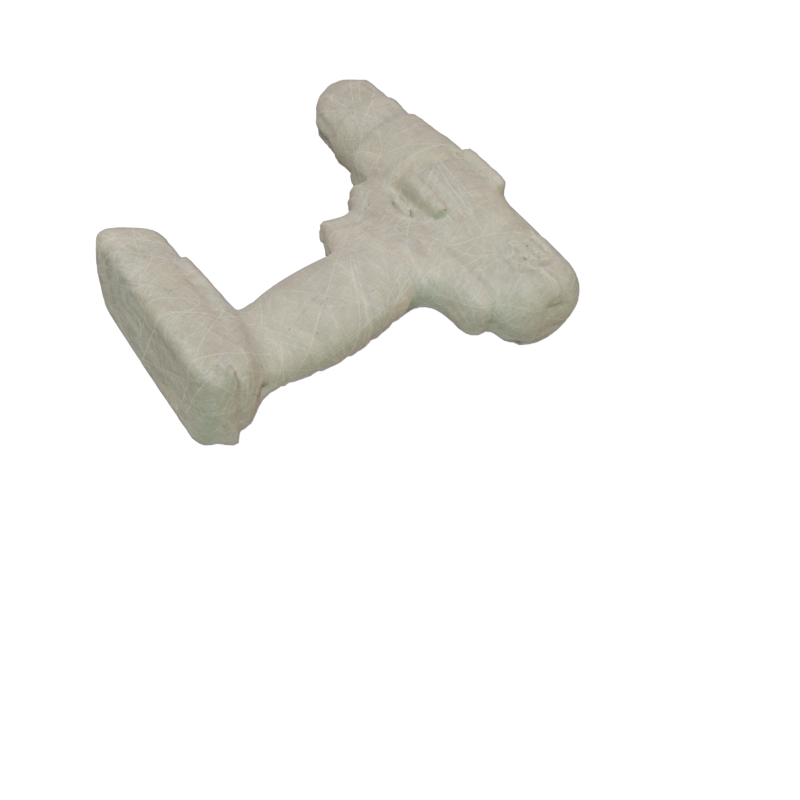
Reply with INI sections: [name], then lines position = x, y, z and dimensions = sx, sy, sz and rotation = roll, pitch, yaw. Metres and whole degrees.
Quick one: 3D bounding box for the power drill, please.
[power drill]
position = -0.040, -0.073, 0.512
dimensions = 0.187, 0.053, 0.199
rotation = -25, 52, -22
